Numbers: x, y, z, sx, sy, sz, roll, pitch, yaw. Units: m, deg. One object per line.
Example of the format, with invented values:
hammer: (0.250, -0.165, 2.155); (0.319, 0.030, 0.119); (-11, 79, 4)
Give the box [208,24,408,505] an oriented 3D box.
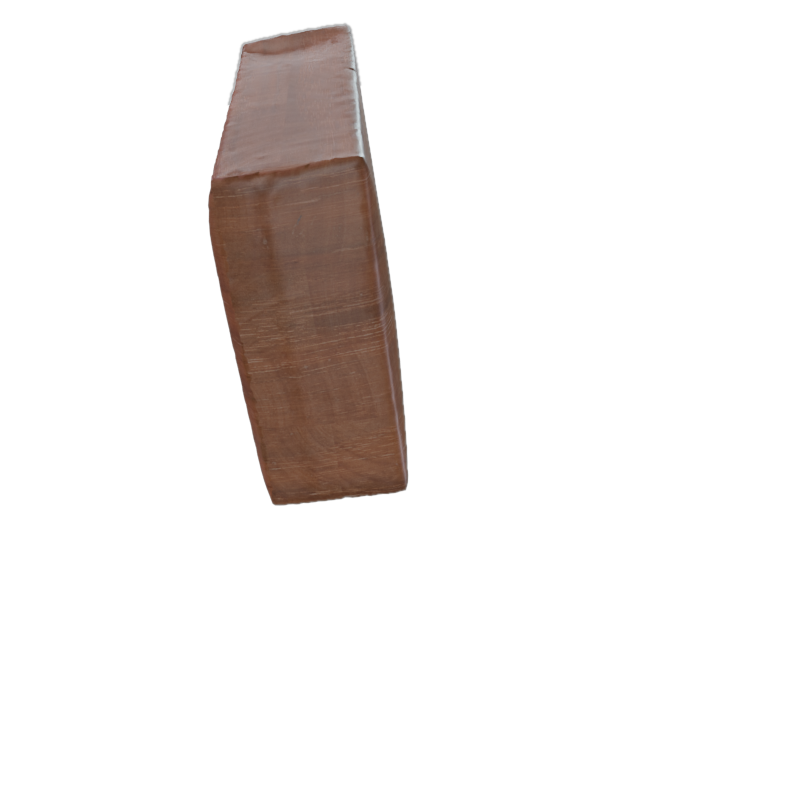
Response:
box: (-0.044, -0.080, 0.559); (0.072, 0.154, 0.227); (-8, 30, 1)
